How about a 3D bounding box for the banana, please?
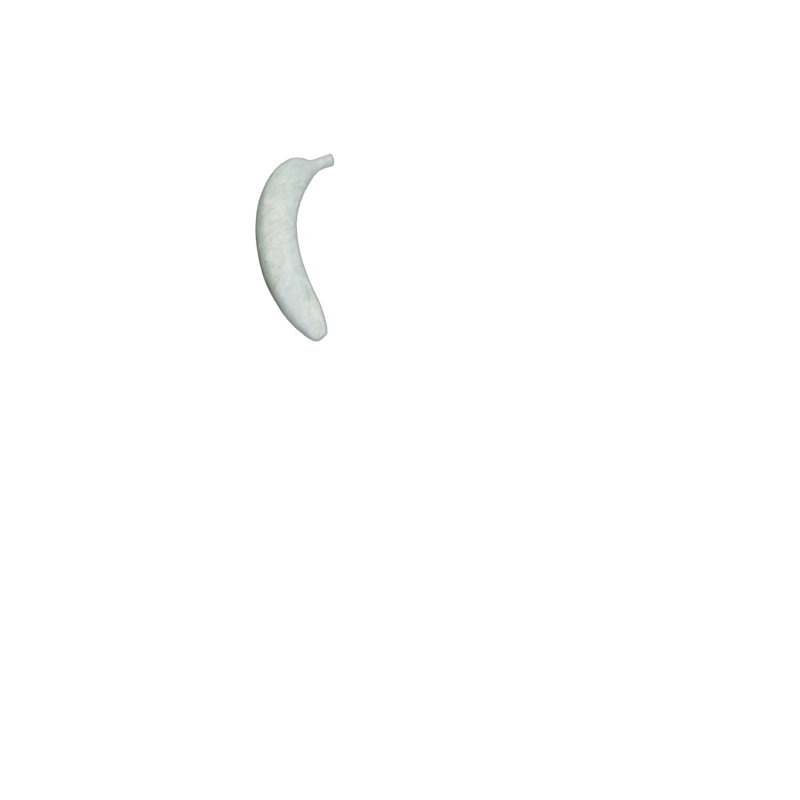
[{"bbox_3d":[-0.096,-0.146,0.997,0.070,0.210,0.035,1,-28,0],"label":"banana"}]
